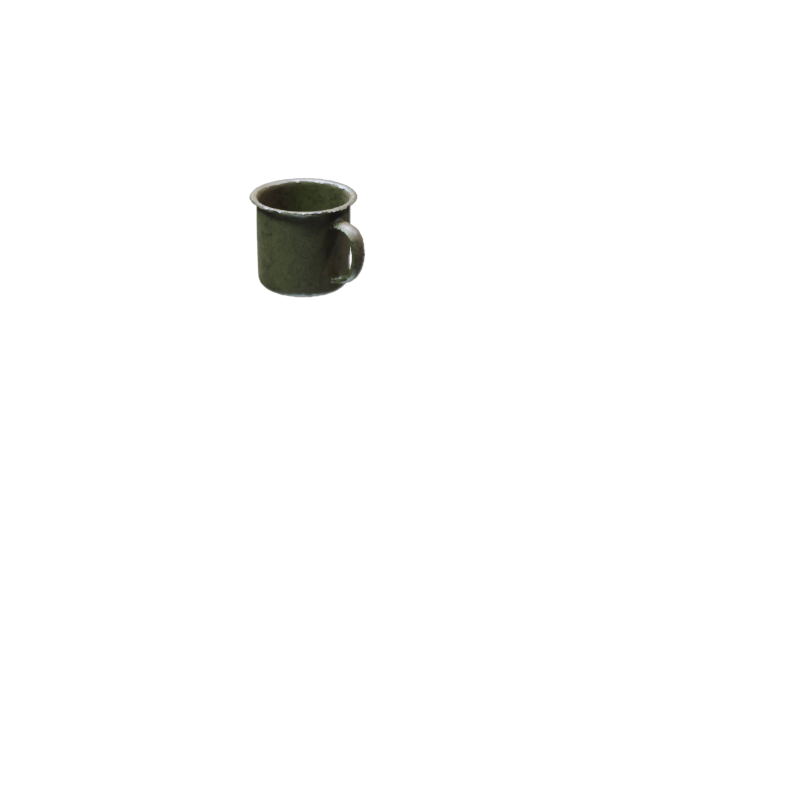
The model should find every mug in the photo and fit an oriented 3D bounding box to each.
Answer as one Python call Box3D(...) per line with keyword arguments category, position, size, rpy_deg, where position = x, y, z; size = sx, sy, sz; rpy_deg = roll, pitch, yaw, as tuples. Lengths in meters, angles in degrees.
Box3D(category="mug", position=(-0.075, -0.138, 0.964), size=(0.124, 0.077, 0.092), rpy_deg=(23, 34, 37))
